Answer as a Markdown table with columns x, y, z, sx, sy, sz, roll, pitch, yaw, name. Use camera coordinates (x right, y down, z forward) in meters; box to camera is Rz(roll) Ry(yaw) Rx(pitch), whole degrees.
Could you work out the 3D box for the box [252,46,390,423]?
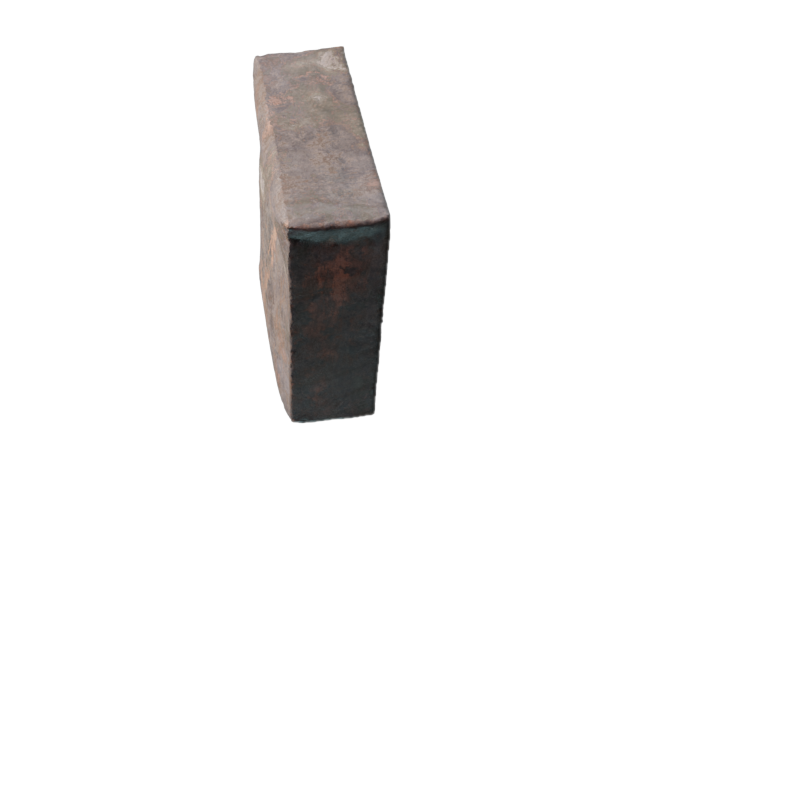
| x | y | z | sx | sy | sz | roll | pitch | yaw | name |
| --- | --- | --- | --- | --- | --- | --- | --- | --- | --- |
| -0.061 | -0.110 | 0.774 | 0.071 | 0.177 | 0.199 | -7 | -37 | -9 | box |
